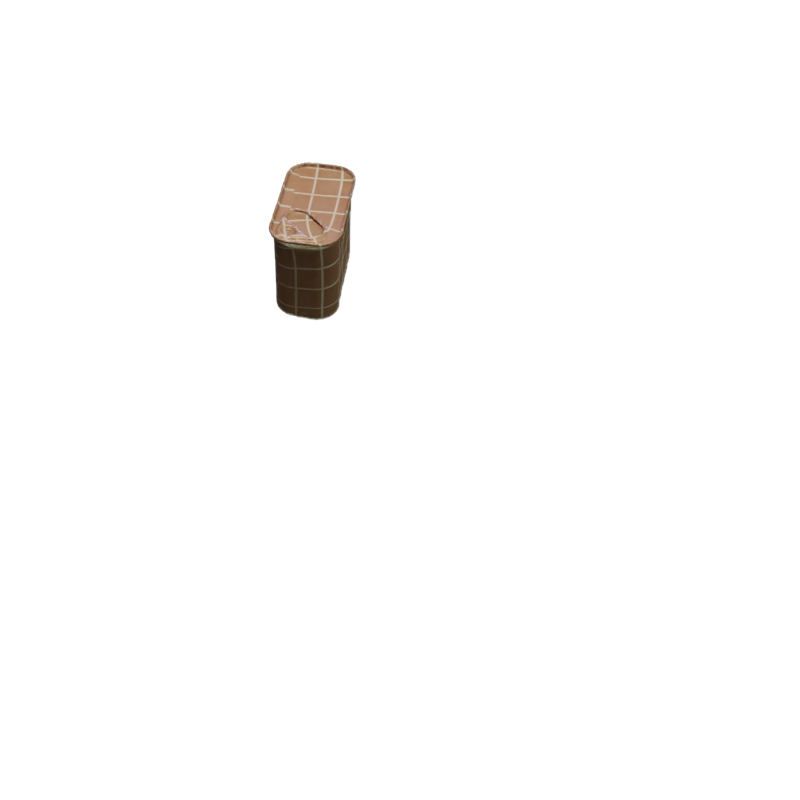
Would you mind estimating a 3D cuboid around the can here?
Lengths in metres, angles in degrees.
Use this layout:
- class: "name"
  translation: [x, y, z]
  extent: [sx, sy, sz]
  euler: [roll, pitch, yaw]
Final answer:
- class: "can"
  translation: [-0.070, -0.128, 0.897]
  extent: [0.058, 0.078, 0.108]
  euler: [7, 45, 4]
